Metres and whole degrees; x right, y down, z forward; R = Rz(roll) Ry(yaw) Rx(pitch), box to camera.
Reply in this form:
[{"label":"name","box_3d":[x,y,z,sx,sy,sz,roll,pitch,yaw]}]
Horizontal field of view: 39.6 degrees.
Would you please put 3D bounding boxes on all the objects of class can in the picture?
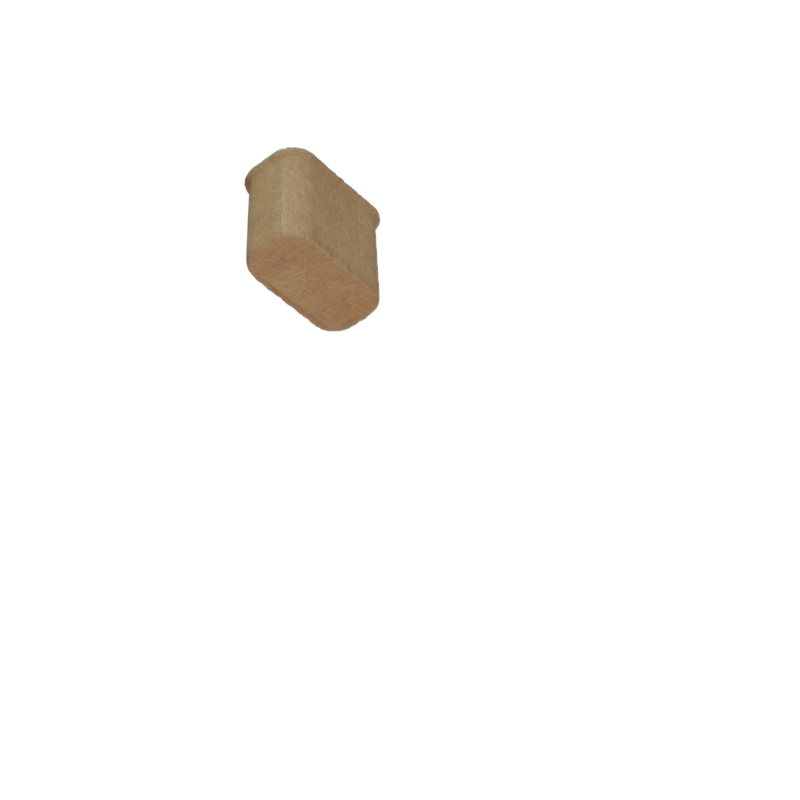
[{"label":"can","box_3d":[-0.059,-0.107,0.749,0.057,0.090,0.095,-31,-50,28]}]
